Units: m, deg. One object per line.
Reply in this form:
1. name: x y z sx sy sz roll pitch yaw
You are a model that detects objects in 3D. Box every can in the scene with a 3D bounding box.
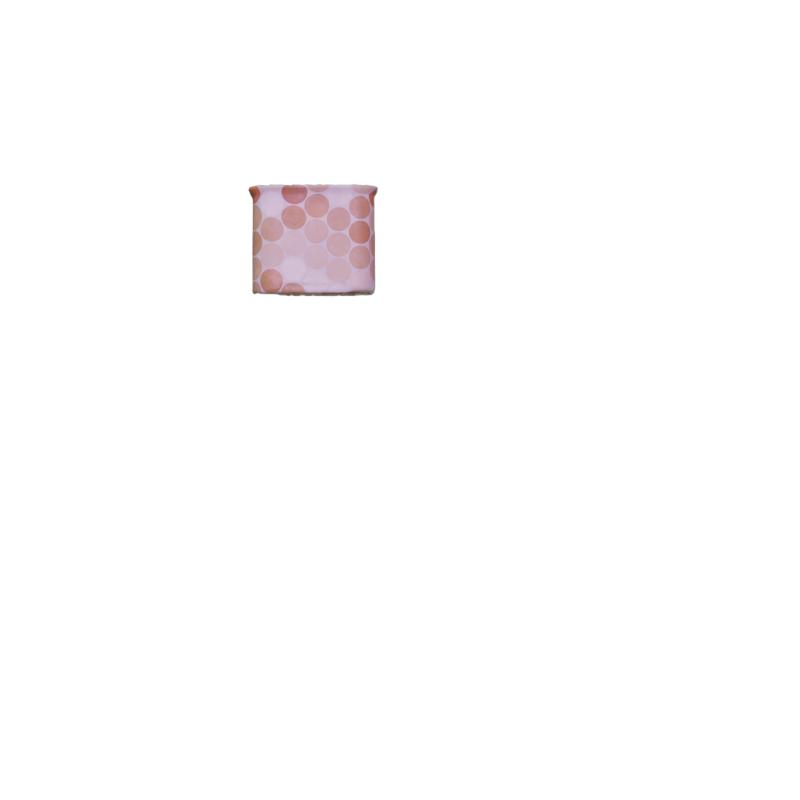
1. can: -0.069 -0.125 0.876 0.102 0.085 0.057 0 -3 -2
